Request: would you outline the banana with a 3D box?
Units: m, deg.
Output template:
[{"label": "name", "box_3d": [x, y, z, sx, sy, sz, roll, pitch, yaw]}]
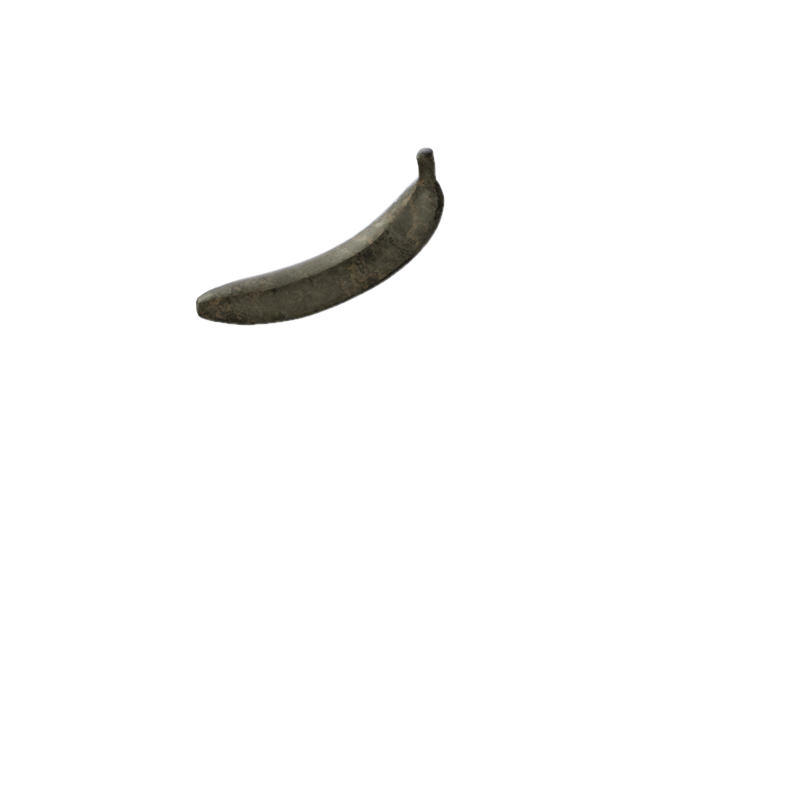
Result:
[{"label": "banana", "box_3d": [-0.043, -0.095, 0.733, 0.197, 0.065, 0.039, -32, 30, 20]}]
